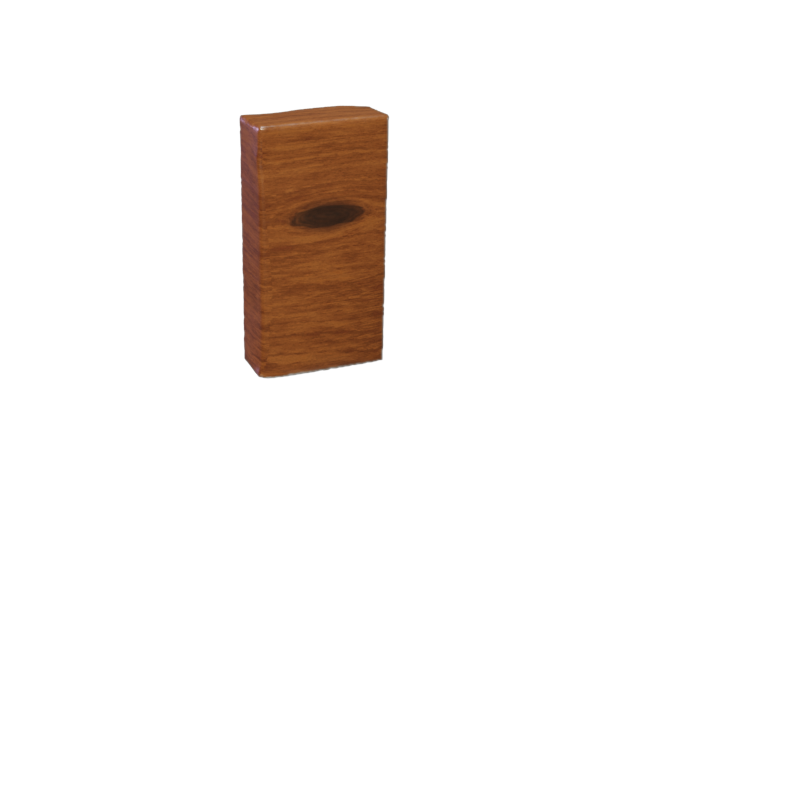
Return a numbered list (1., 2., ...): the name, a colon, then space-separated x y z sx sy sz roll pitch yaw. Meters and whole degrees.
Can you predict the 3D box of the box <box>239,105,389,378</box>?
1. box: -0.058 -0.106 0.745 0.091 0.169 0.051 -8 20 -23
